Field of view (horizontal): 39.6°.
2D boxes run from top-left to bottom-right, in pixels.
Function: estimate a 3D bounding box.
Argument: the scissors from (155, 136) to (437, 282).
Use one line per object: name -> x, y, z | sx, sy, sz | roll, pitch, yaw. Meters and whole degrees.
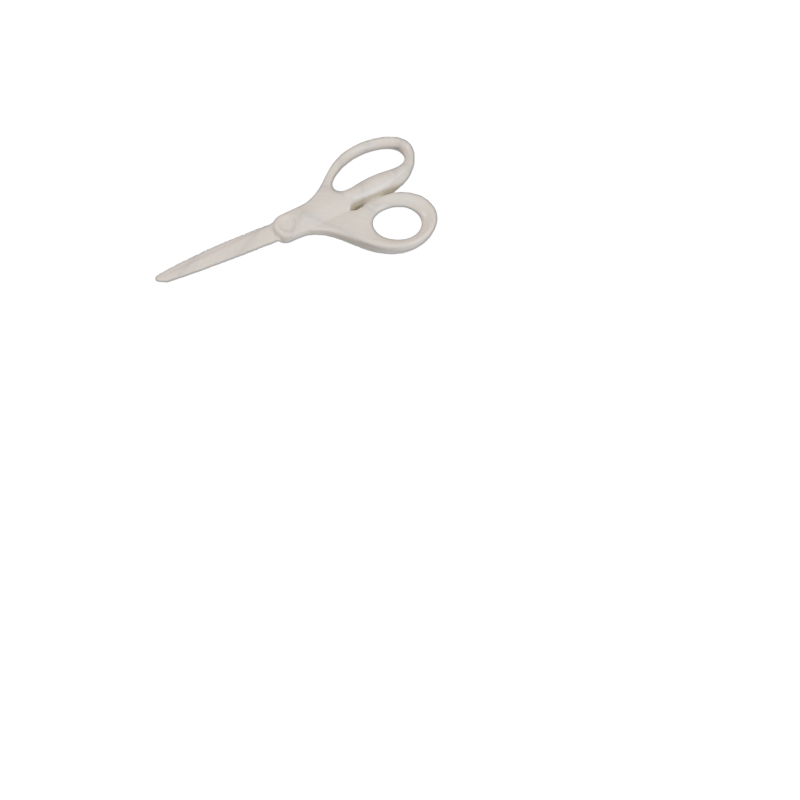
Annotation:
scissors -> -0.060, -0.109, 0.763 | 0.203, 0.101, 0.015 | -39, -18, -16
